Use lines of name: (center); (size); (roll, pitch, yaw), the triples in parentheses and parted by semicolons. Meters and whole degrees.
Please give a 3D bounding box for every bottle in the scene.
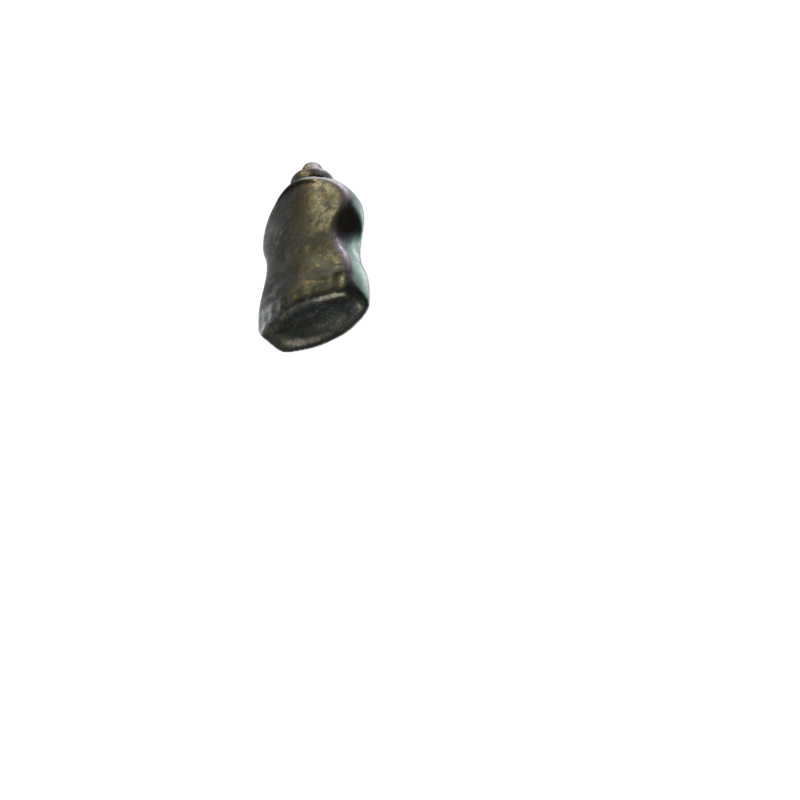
bottle: (-0.076, -0.138, 0.964); (0.096, 0.206, 0.054); (-28, -47, 25)
